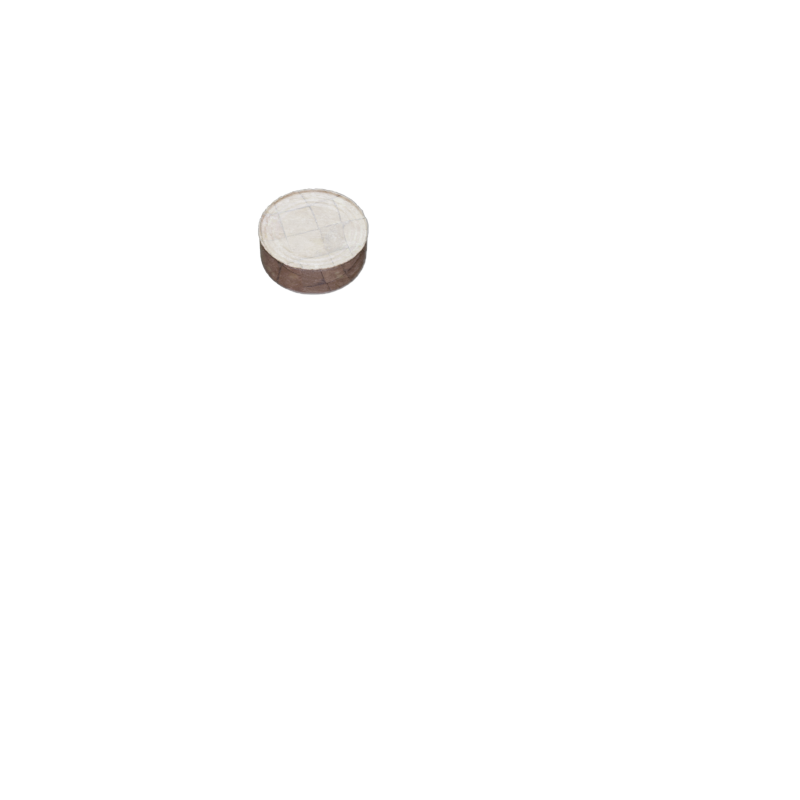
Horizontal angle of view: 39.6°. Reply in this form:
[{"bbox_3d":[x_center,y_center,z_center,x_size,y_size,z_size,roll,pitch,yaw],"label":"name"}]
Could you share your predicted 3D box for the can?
[{"bbox_3d":[-0.068,-0.124,0.869,0.086,0.092,0.031,-1,-39,-1],"label":"can"}]
